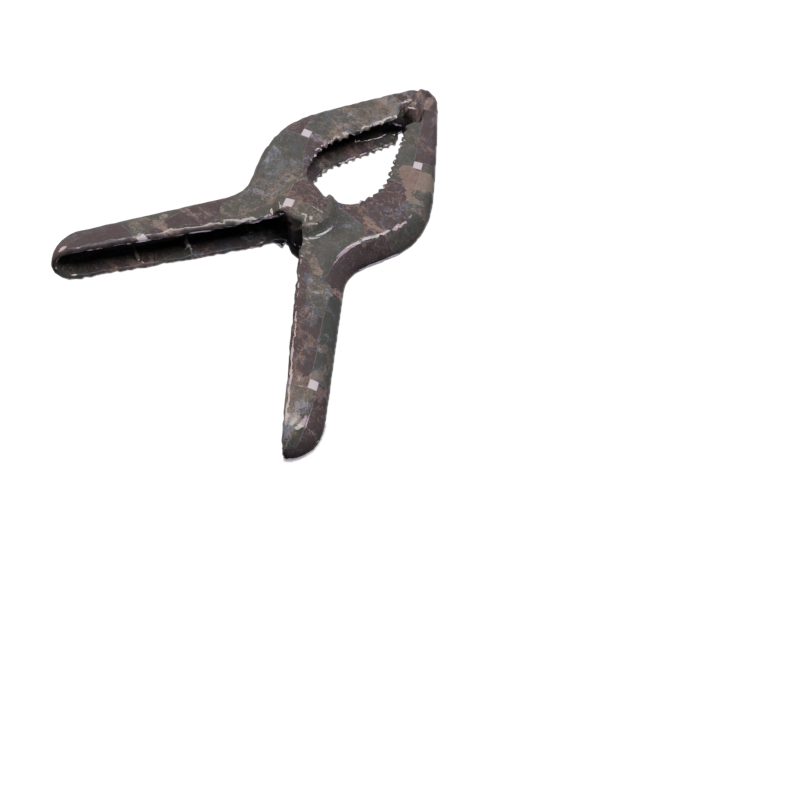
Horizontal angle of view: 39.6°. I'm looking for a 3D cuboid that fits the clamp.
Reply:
[{"bbox_3d":[-0.043,-0.079,0.550,0.212,0.174,0.034,-39,-24,-22],"label":"clamp"}]
